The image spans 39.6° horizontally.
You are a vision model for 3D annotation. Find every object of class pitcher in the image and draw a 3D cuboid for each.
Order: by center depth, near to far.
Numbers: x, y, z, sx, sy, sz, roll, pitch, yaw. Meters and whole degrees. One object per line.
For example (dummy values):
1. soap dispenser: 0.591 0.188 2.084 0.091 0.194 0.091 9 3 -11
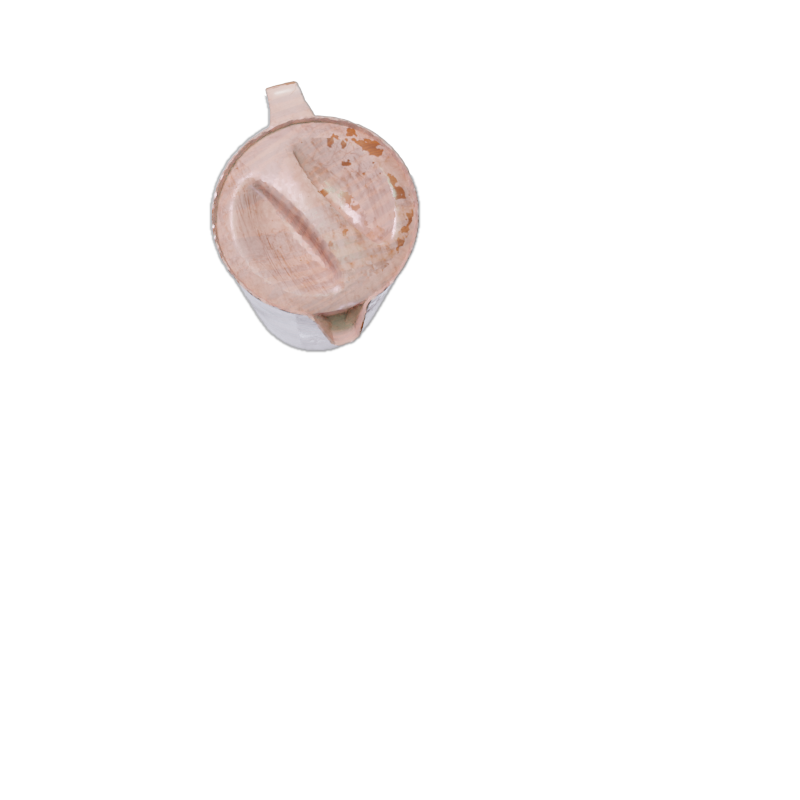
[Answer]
1. pitcher: -0.064 -0.117 0.818 0.146 0.151 0.237 30 -9 1
